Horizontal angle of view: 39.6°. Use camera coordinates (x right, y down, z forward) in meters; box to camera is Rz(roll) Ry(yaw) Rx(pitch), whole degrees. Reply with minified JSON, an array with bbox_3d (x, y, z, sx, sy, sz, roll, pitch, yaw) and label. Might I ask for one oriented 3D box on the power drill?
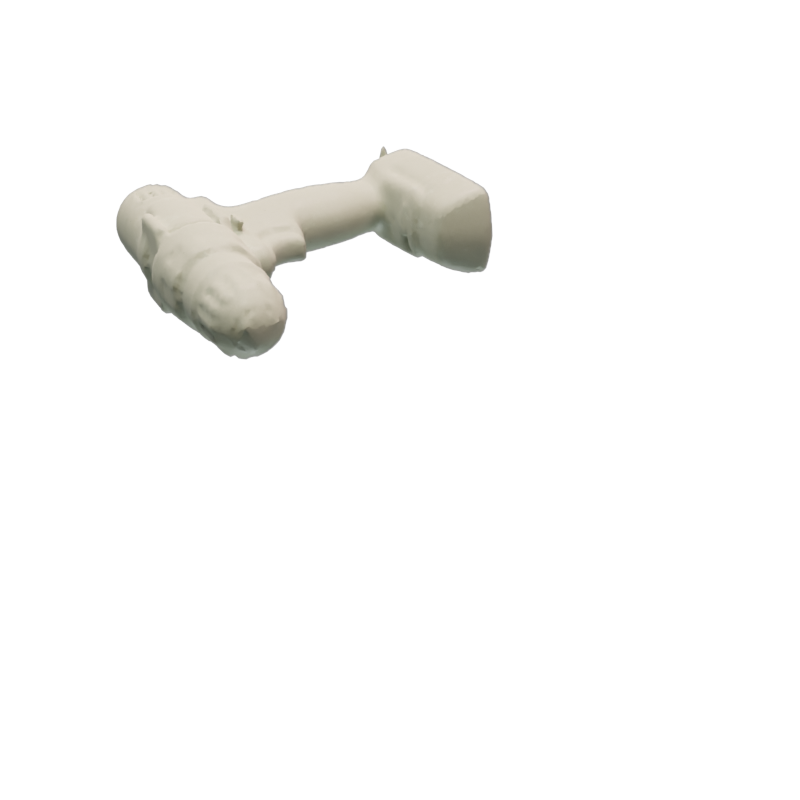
[{"bbox_3d":[-0.047,-0.087,0.606,0.184,0.054,0.198,-13,31,-23],"label":"power drill"}]
